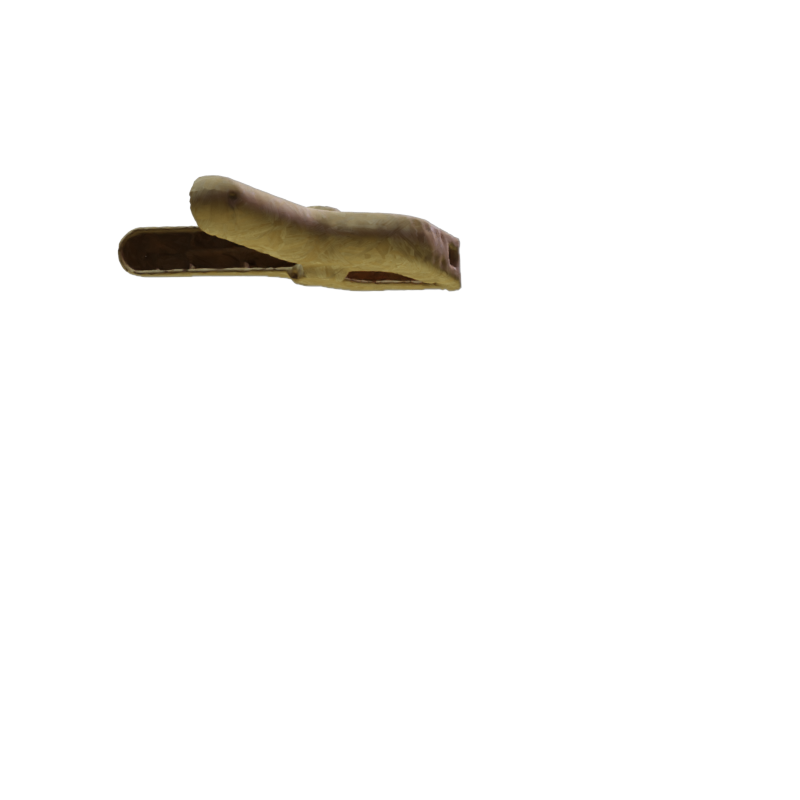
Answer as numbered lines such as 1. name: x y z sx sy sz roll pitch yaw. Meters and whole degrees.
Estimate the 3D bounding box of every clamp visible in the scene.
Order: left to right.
1. clamp: -0.041 -0.075 0.526 0.167 0.040 0.122 0 0 -18
